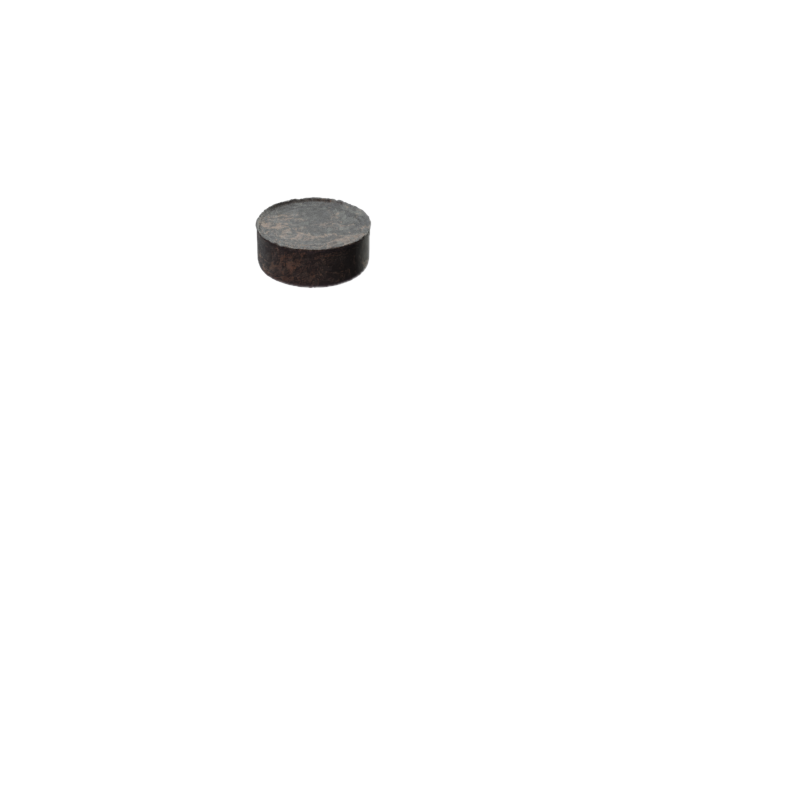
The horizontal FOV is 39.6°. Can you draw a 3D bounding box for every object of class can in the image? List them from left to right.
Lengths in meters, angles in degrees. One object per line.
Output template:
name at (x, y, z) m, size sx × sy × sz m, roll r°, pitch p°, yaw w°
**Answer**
can at (-0.065, -0.118, 0.829) m, size 0.086 × 0.031 × 0.091 m, roll -1°, pitch 34°, yaw -2°
